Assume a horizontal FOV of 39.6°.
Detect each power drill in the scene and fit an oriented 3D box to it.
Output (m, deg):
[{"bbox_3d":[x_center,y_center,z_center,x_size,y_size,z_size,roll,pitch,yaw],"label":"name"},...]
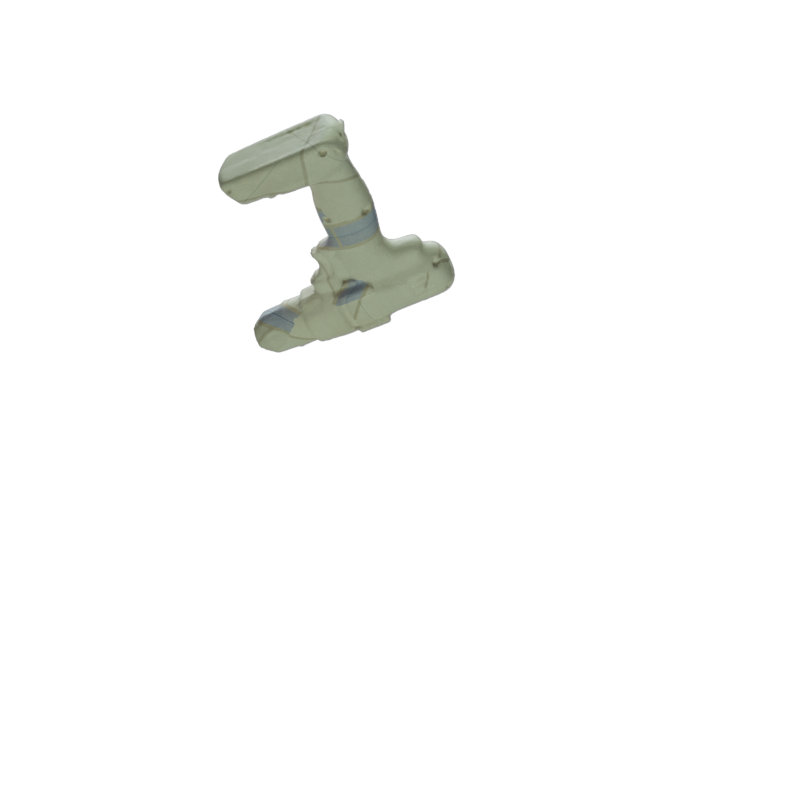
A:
[{"bbox_3d":[-0.071,-0.130,0.912,0.185,0.174,0.061,-22,35,16],"label":"power drill"}]
